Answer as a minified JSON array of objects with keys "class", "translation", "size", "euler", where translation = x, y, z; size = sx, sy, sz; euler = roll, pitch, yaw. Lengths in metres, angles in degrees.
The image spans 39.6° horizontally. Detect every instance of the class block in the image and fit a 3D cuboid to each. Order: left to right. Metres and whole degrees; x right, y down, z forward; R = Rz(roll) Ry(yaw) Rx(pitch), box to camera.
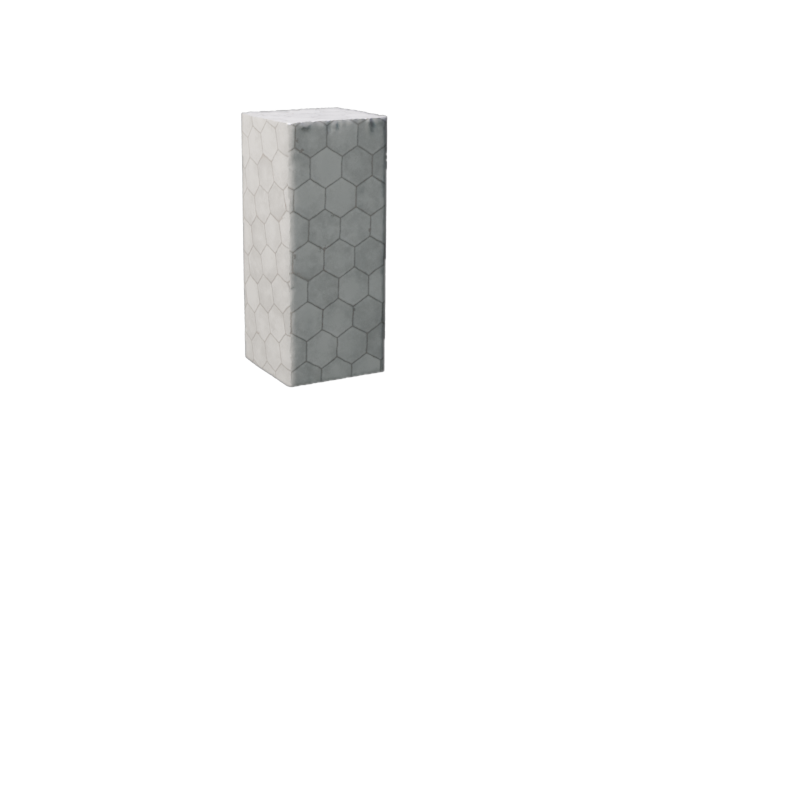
[{"class":"block","translation":[-0.070,-0.127,0.891],"size":[0.088,0.200,0.095],"euler":[-7,16,-28]}]
